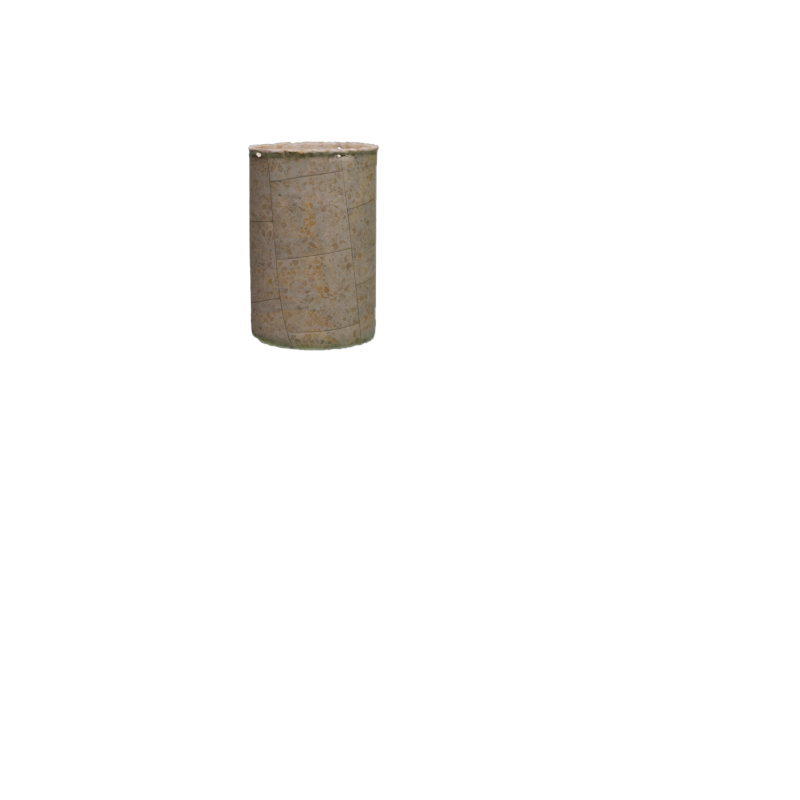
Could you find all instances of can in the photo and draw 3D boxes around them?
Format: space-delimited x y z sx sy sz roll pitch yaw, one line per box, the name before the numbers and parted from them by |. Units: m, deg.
can | -0.046 -0.083 0.584 0.068 0.100 0.070 0 11 -2
